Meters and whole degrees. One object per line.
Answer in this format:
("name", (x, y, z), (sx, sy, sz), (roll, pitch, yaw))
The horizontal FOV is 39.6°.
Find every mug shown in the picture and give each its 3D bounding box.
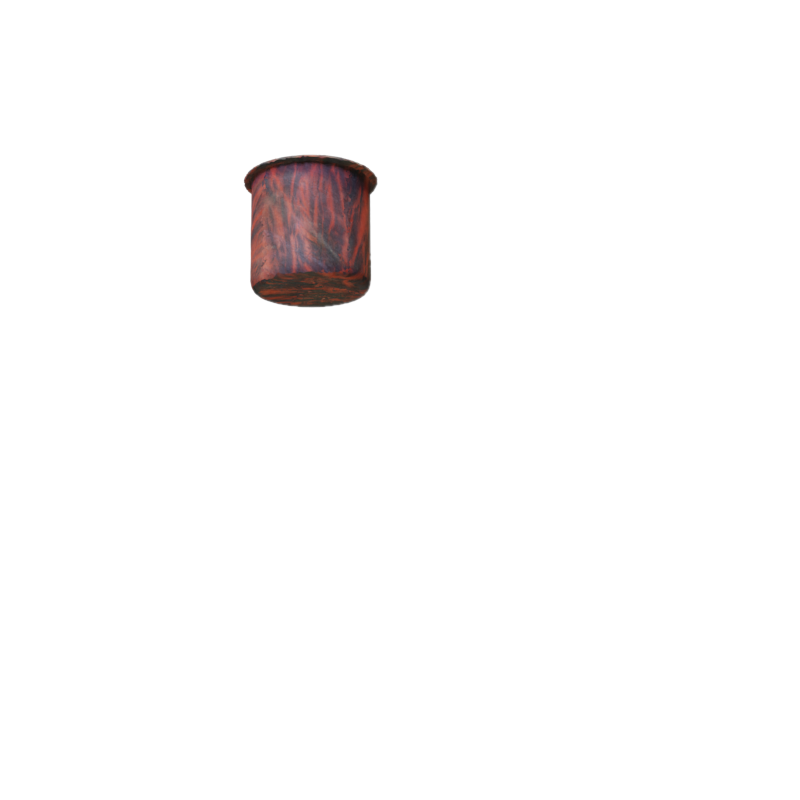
("mug", (-0.060, -0.110, 0.770), (0.094, 0.085, 0.112), (-2, -15, 6))
